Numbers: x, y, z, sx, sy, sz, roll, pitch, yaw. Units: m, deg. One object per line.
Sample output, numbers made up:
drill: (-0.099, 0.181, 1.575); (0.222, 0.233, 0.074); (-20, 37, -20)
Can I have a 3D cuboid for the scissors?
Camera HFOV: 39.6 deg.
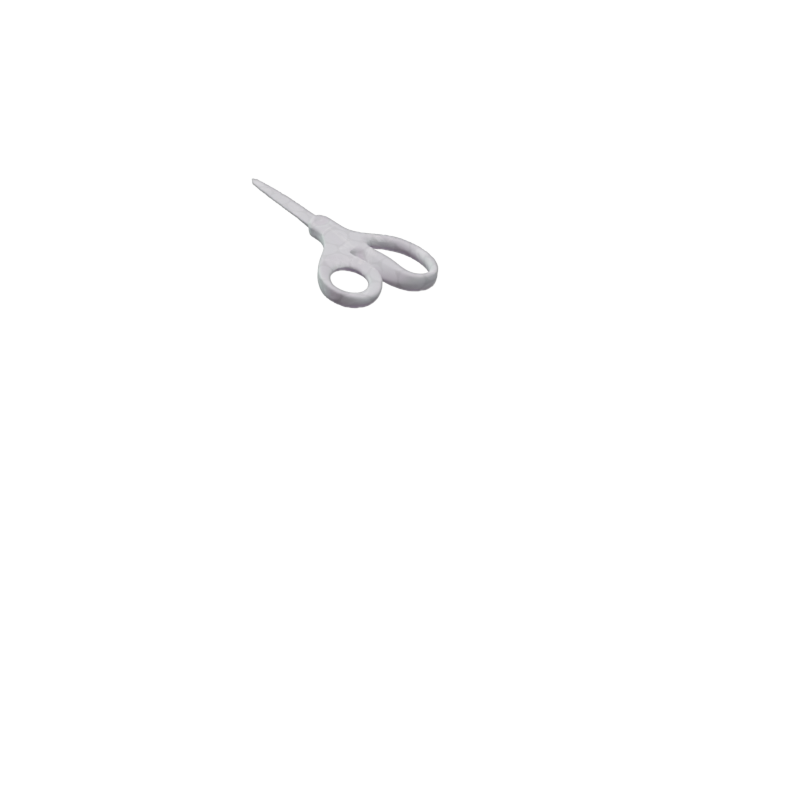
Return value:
scissors: (-0.066, -0.121, 0.847); (0.213, 0.015, 0.097); (25, 44, 29)
